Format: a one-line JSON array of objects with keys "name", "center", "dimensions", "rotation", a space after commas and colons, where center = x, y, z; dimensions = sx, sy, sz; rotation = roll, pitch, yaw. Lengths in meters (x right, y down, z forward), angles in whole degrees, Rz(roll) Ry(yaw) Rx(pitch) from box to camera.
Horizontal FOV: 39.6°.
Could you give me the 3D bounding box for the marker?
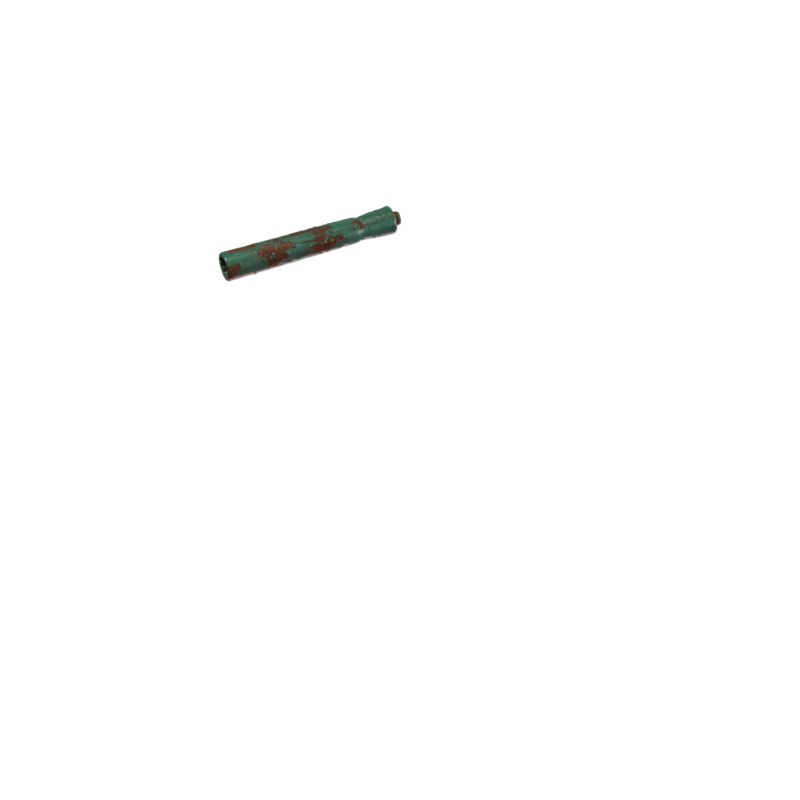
[{"name": "marker", "center": [-0.055, -0.100, 0.699], "dimensions": [0.120, 0.019, 0.020], "rotation": [-19, 10, -18]}]
